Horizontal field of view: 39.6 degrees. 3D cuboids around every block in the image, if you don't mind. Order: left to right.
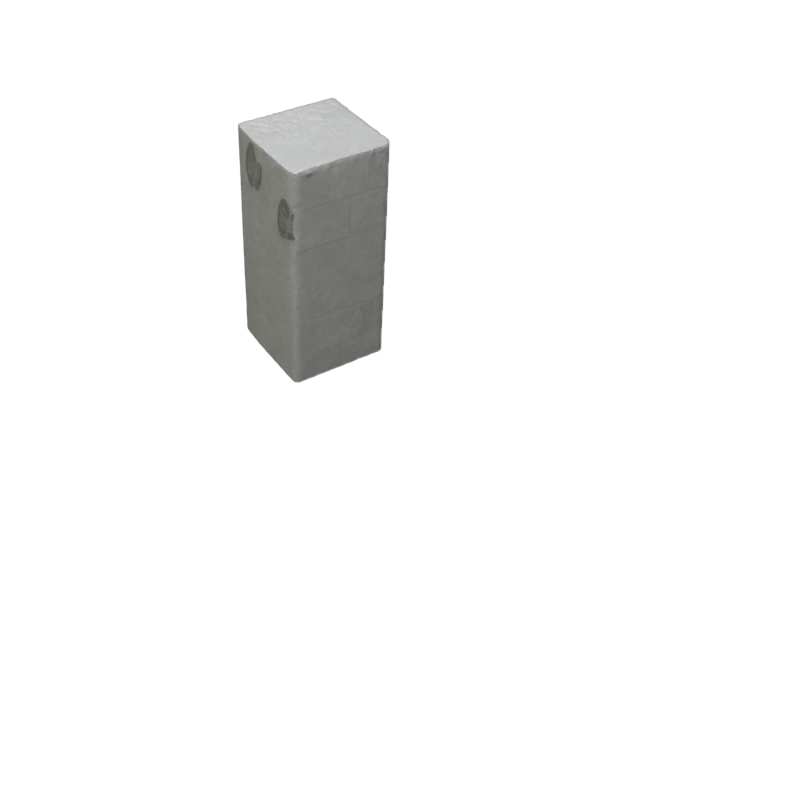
[{"bbox_3d":[-0.071,-0.130,0.911,0.090,0.193,0.097,-20,43,-26],"label":"block"}]
